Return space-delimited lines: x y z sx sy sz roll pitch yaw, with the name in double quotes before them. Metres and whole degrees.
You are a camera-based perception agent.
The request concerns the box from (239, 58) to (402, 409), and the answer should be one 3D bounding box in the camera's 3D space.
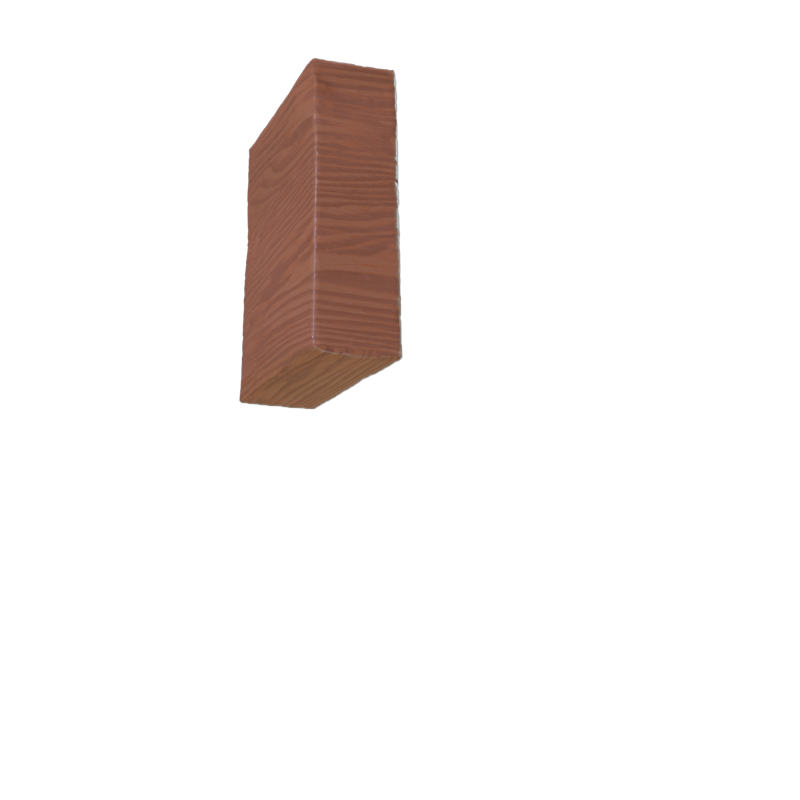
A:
"box" -0.063 -0.115 0.807 0.070 0.223 0.162 7 -19 -23
